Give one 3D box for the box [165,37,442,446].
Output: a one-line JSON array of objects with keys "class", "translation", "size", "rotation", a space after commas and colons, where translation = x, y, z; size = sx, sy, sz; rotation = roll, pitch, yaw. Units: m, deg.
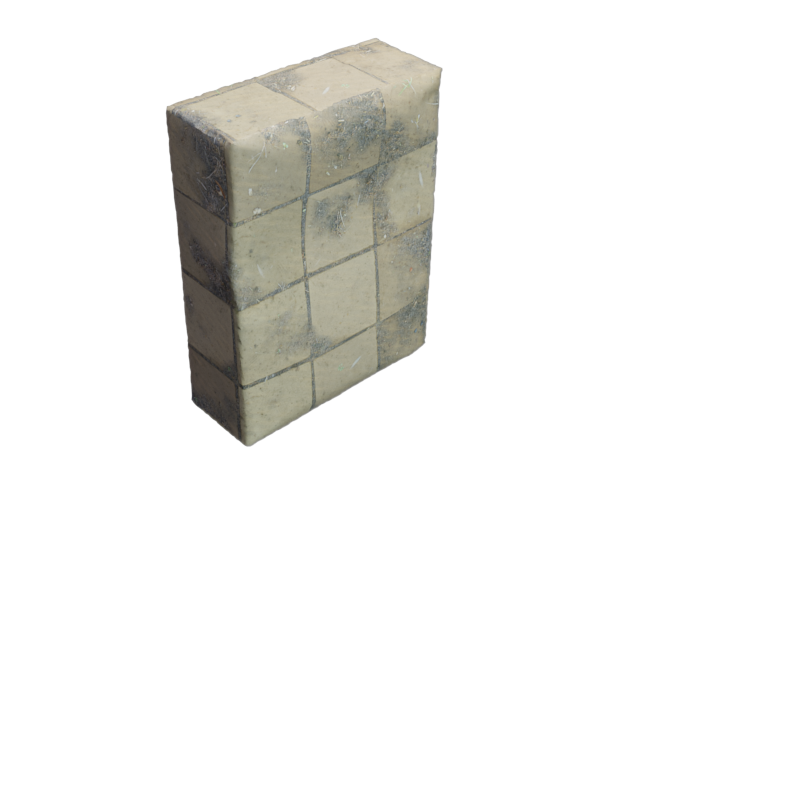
[{"class": "box", "translation": [-0.055, -0.099, 0.697], "size": [0.164, 0.200, 0.077], "rotation": [-28, 45, -35]}]
